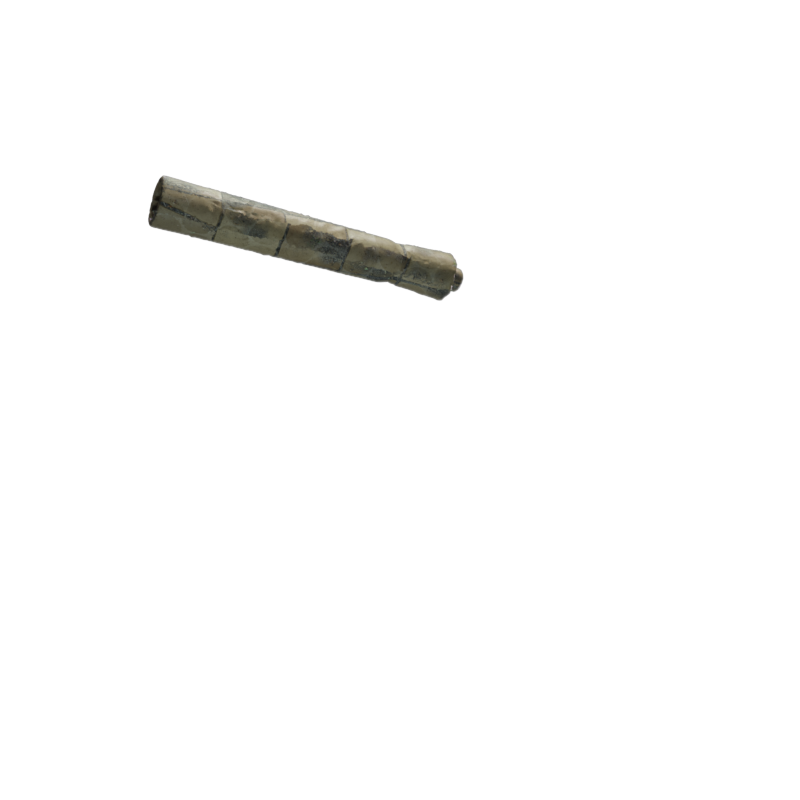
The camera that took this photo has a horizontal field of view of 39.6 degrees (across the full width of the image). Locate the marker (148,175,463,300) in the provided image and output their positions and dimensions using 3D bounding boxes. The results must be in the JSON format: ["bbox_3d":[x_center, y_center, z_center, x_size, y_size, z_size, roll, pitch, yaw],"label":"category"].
[{"bbox_3d":[-0.032,-0.058,0.409,0.117,0.020,0.020,13,0,-18],"label":"marker"}]
